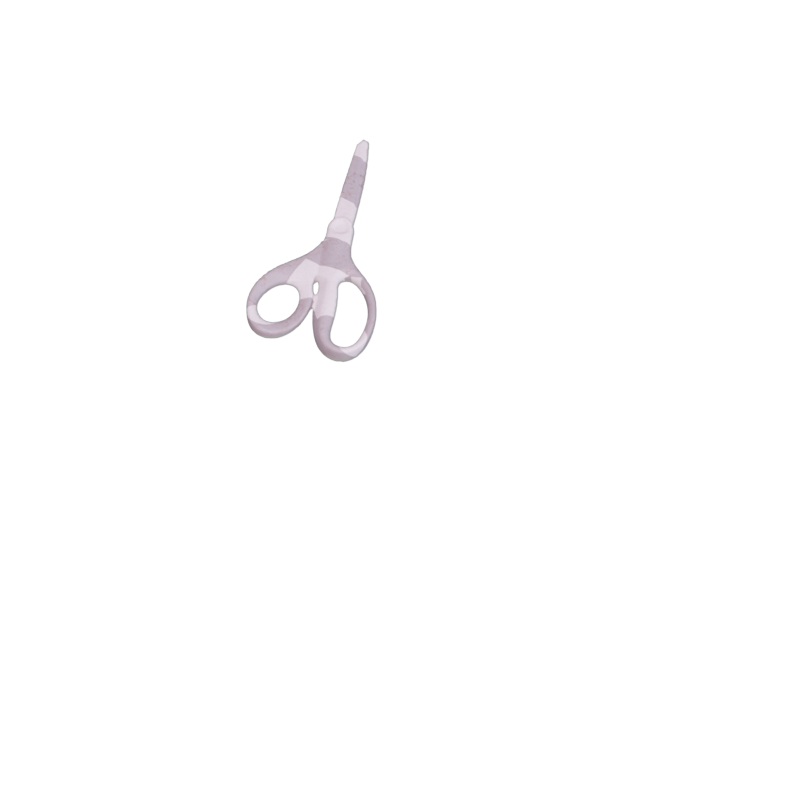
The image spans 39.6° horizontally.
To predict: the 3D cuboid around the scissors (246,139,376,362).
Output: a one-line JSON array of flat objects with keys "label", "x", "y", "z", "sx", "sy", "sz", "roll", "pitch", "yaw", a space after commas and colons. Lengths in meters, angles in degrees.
[{"label": "scissors", "x": -0.061, "y": -0.112, "z": 0.782, "sx": 0.096, "sy": 0.217, "sz": 0.015, "roll": -4, "pitch": -38, "yaw": -3}]
